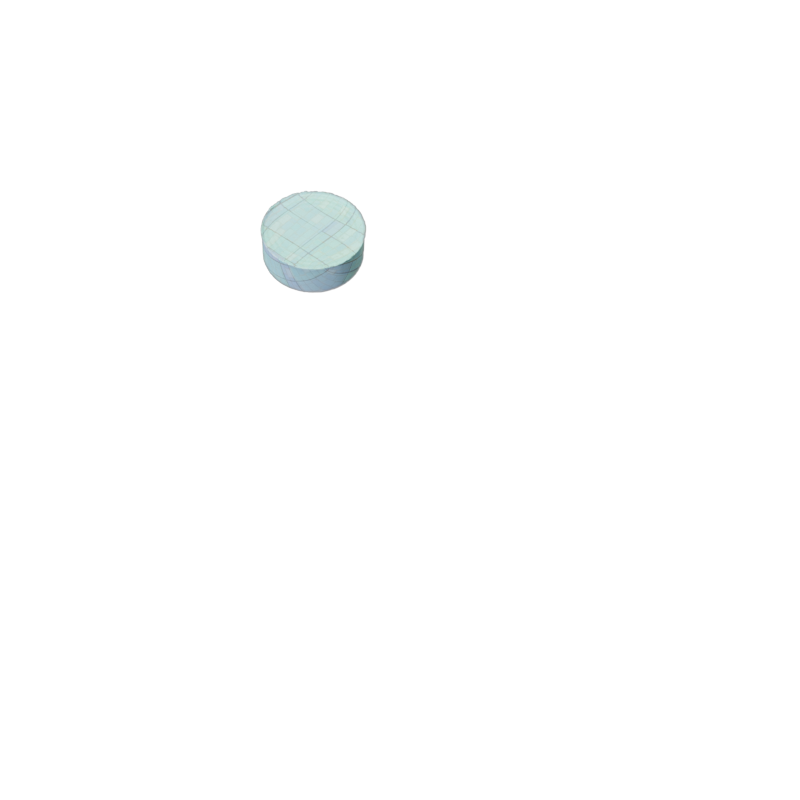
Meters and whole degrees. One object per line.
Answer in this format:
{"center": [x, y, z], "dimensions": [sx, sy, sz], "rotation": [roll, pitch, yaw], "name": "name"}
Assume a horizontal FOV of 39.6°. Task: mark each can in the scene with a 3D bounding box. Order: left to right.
{"center": [-0.071, -0.130, 0.913], "dimensions": [0.086, 0.092, 0.031], "rotation": [-1, -38, -1], "name": "can"}
